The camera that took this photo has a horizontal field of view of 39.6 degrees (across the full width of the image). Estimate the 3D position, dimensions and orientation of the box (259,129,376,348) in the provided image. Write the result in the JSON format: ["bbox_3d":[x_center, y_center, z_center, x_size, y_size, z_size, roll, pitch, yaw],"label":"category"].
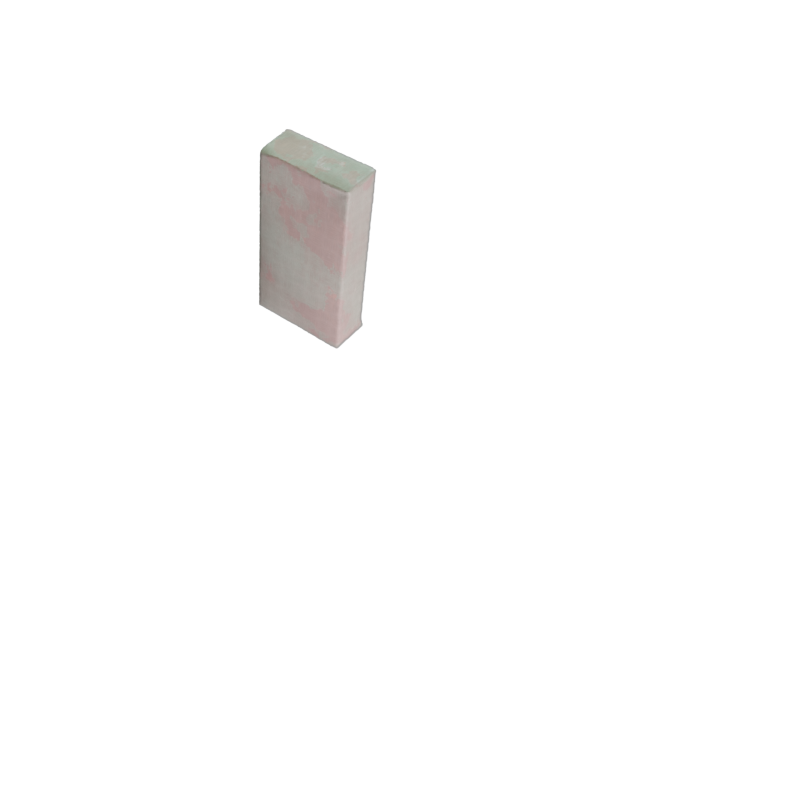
[{"bbox_3d":[-0.074,-0.134,0.942,0.098,0.164,0.049,30,51,23],"label":"box"}]
